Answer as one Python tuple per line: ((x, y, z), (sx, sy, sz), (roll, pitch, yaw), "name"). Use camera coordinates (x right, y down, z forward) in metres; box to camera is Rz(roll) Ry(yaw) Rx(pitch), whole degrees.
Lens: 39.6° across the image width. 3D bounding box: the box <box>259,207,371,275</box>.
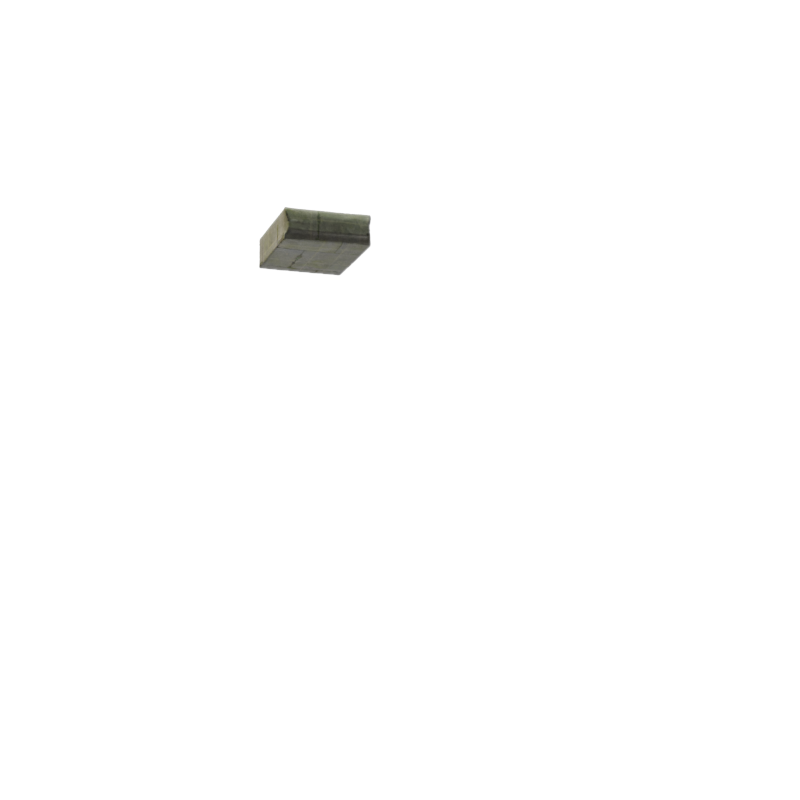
((-0.072, -0.131, 0.917), (0.071, 0.031, 0.088), (4, -12, -18), "box")
